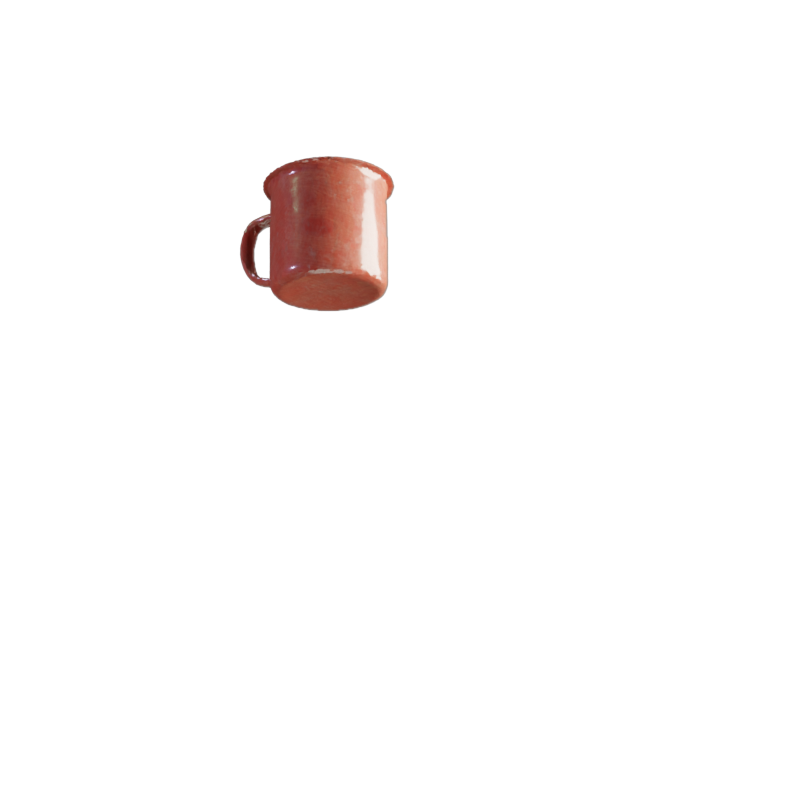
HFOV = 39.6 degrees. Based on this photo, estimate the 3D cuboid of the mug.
[{"bbox_3d":[-0.061,-0.111,0.775,0.119,0.086,0.087,-9,-21,23],"label":"mug"}]
